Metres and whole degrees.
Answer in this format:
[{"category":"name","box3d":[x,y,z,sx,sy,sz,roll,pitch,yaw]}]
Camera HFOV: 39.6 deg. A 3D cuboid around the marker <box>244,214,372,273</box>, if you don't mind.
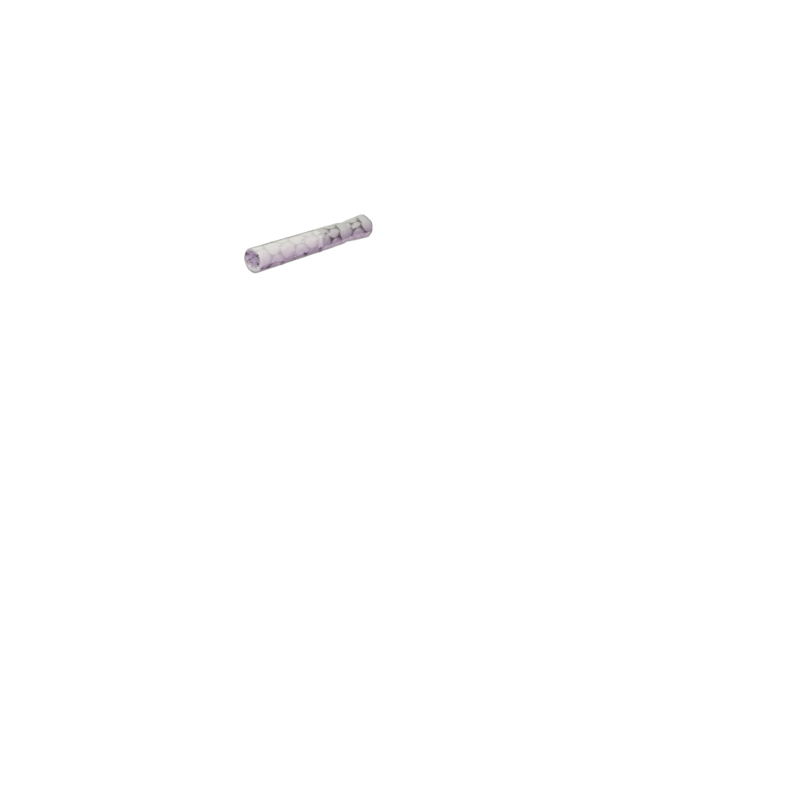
[{"category":"marker","box3d":[-0.065,-0.119,0.832,0.021,0.019,0.120,4,22,45]}]
